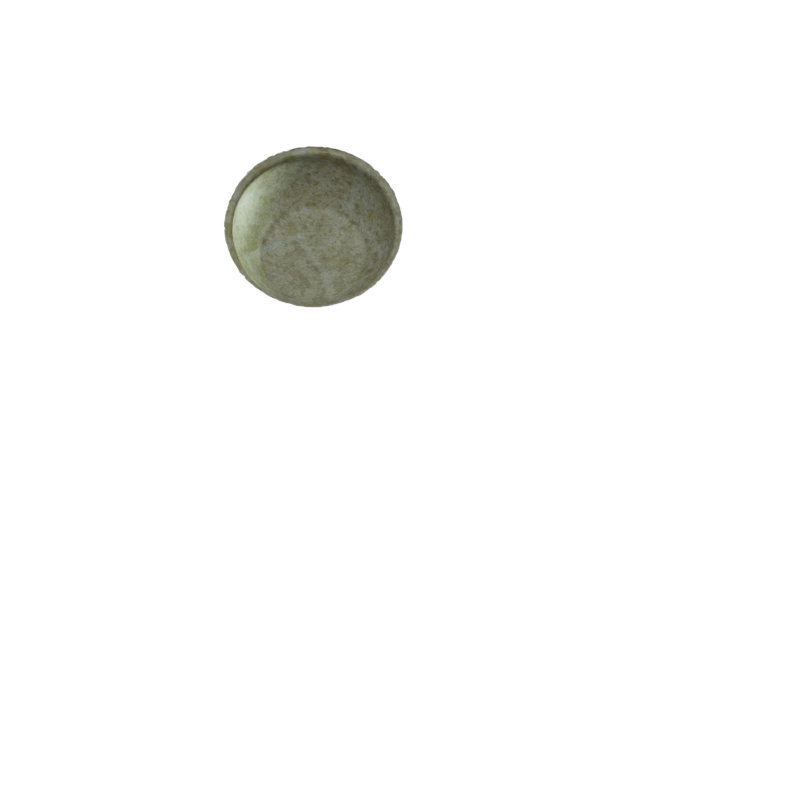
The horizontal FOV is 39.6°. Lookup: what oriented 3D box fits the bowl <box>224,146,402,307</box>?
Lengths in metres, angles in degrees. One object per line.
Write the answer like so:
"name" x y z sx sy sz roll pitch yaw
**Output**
"bowl" -0.077 -0.140 0.982 0.162 0.153 0.058 1 29 -1
